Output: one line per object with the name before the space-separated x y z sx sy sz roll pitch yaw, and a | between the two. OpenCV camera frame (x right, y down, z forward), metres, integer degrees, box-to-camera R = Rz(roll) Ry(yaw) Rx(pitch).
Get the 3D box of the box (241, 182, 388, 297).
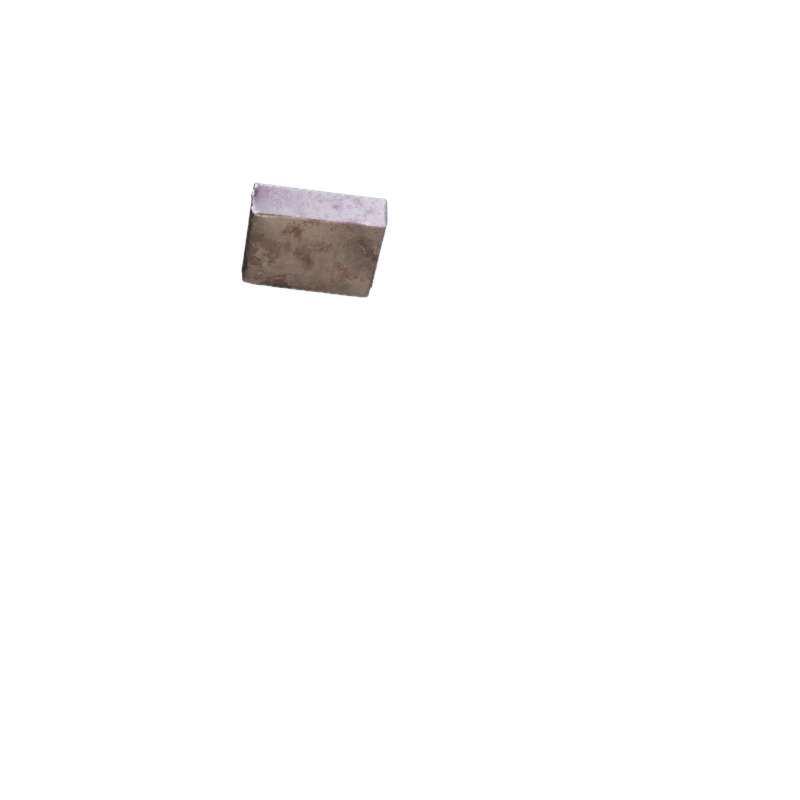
box | -0.073 -0.132 0.926 0.112 0.042 0.084 6 -41 -7
